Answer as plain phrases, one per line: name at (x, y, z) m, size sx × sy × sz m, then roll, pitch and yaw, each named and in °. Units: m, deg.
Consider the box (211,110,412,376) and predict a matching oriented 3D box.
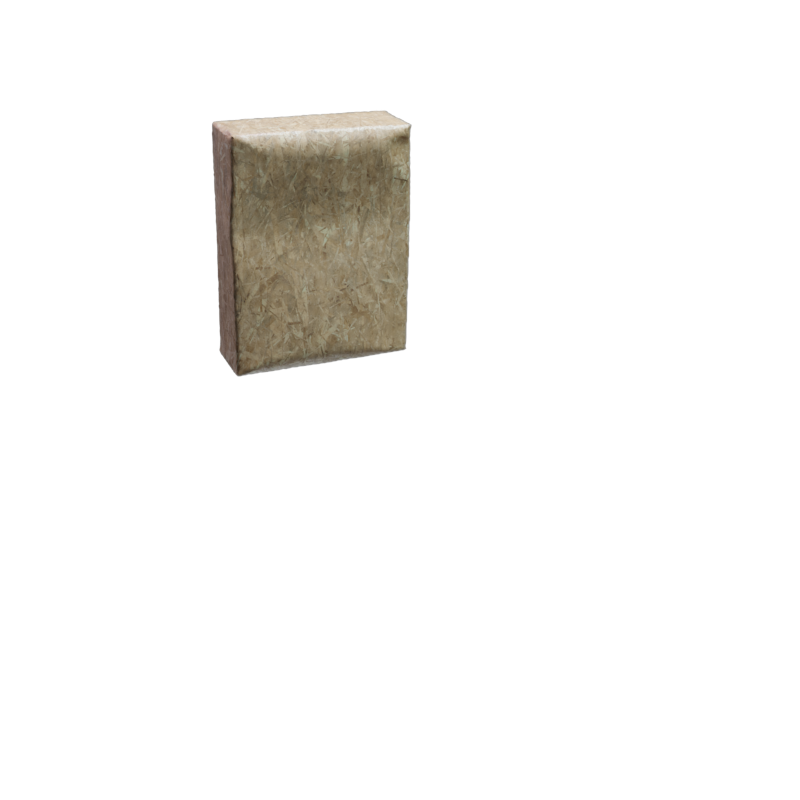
box at (-0.076, -0.139, 0.972) m, size 0.161 × 0.205 × 0.076 m, roll -7°, pitch 21°, yaw -20°
